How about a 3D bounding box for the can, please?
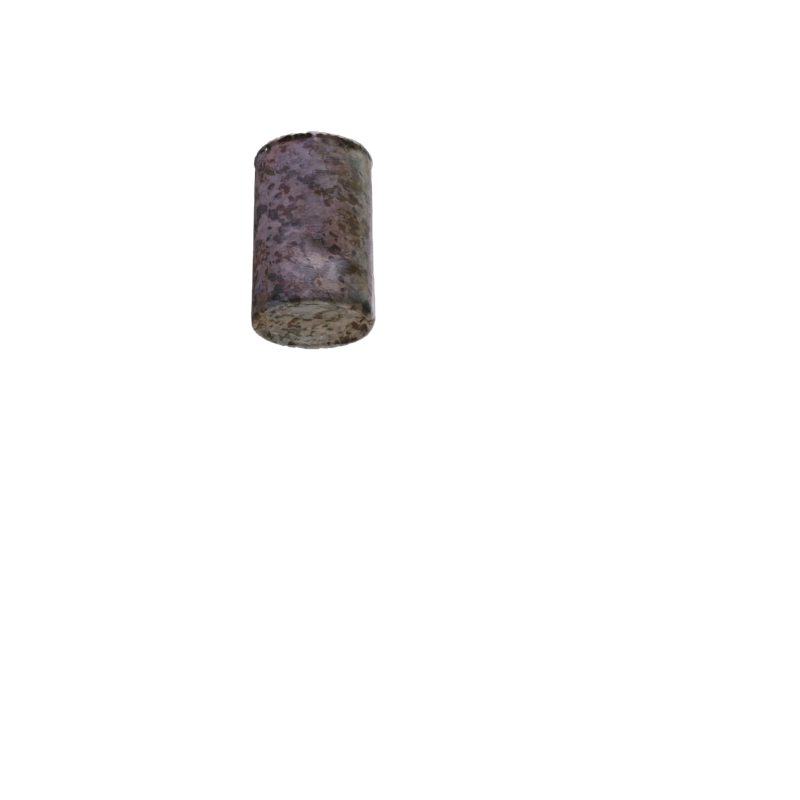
[{"bbox_3d":[-0.048,-0.087,0.612,0.068,0.108,0.065,0,-24,-2],"label":"can"}]
